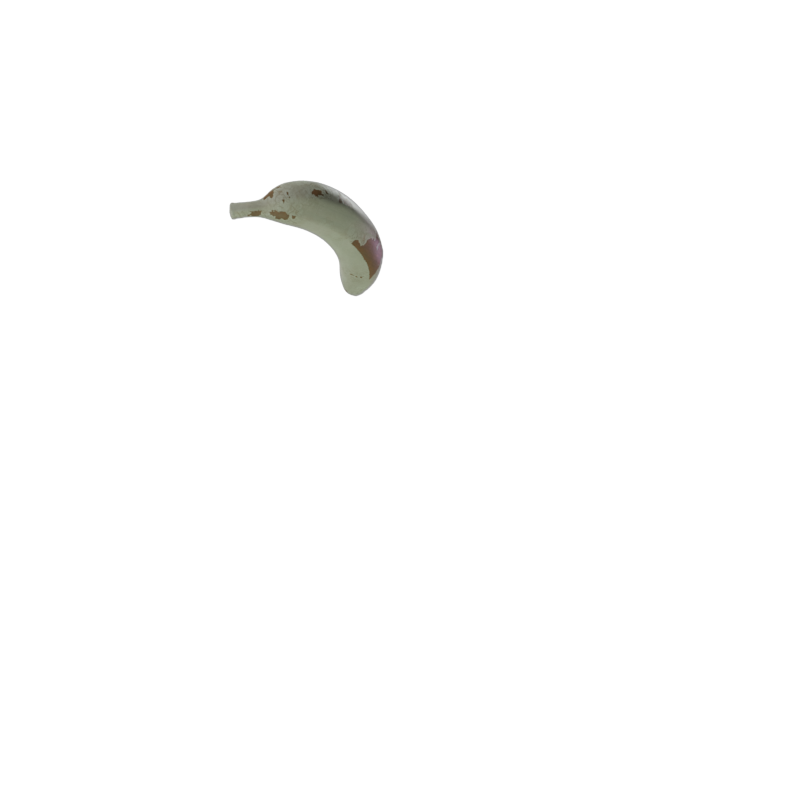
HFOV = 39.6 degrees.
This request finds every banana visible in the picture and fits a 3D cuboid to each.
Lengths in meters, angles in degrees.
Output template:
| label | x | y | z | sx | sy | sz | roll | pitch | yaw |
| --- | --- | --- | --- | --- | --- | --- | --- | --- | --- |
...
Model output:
| label | x | y | z | sx | sy | sz | roll | pitch | yaw |
| --- | --- | --- | --- | --- | --- | --- | --- | --- | --- |
| banana | -0.053 | -0.128 | 0.863 | 0.071 | 0.039 | 0.185 | -10 | -20 | 25 |
